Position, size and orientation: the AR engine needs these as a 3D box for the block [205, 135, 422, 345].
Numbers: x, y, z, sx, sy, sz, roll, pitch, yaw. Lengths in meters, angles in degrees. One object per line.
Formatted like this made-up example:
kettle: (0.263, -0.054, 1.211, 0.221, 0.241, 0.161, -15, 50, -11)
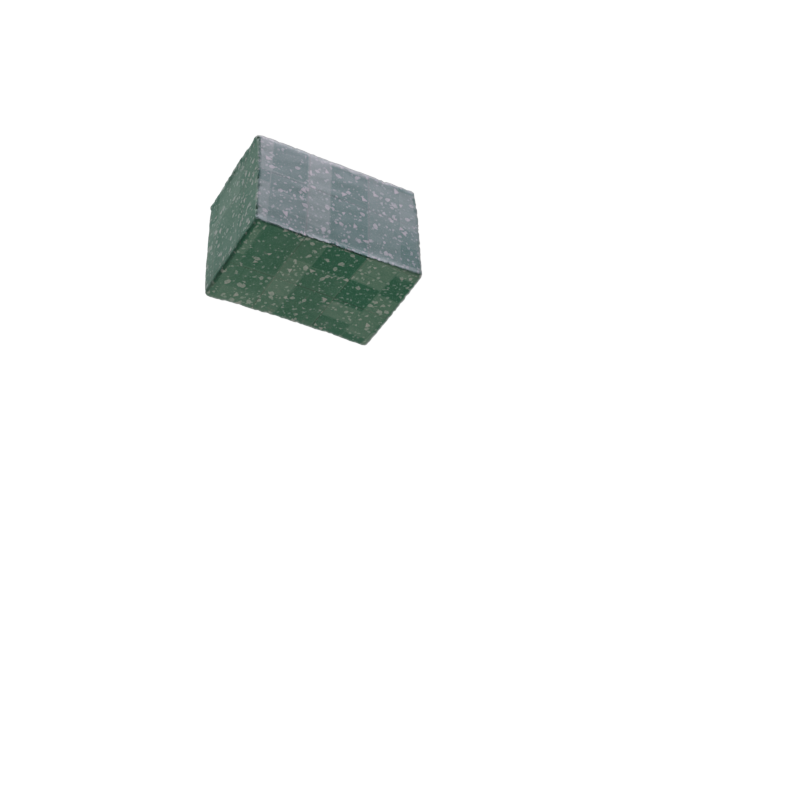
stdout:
block: (-0.037, -0.067, 0.471, 0.075, 0.055, 0.051, 18, -44, -22)
